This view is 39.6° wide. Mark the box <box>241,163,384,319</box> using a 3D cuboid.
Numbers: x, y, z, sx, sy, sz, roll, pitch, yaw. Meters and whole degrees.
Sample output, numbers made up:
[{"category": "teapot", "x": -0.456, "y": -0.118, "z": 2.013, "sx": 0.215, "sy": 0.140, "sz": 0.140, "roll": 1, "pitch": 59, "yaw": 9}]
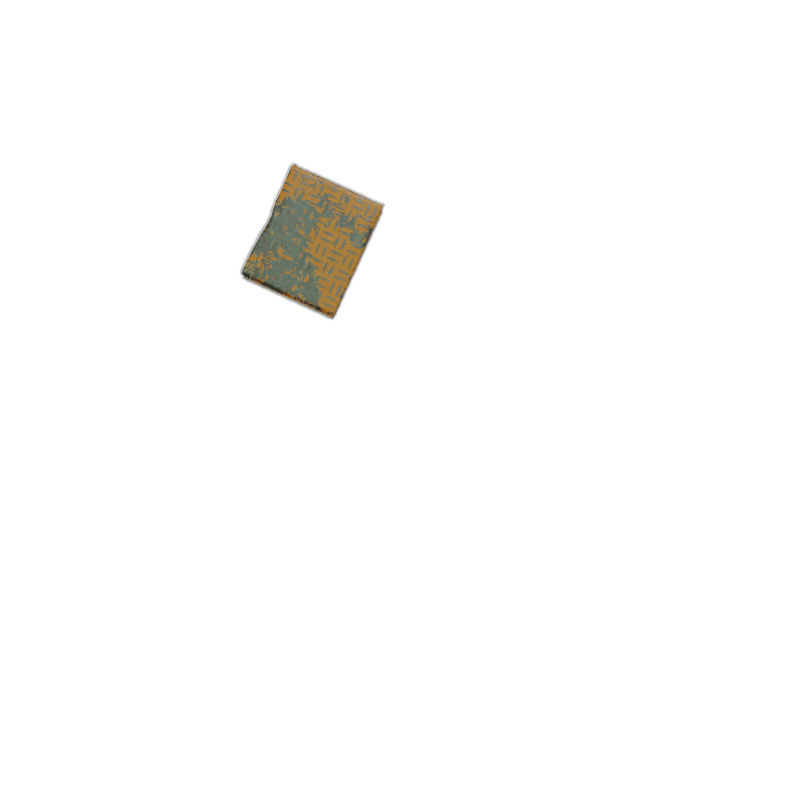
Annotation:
[{"category": "box", "x": -0.062, "y": -0.113, "z": 0.790, "sx": 0.074, "sy": 0.090, "sz": 0.030, "roll": 24, "pitch": -8, "yaw": 3}]
